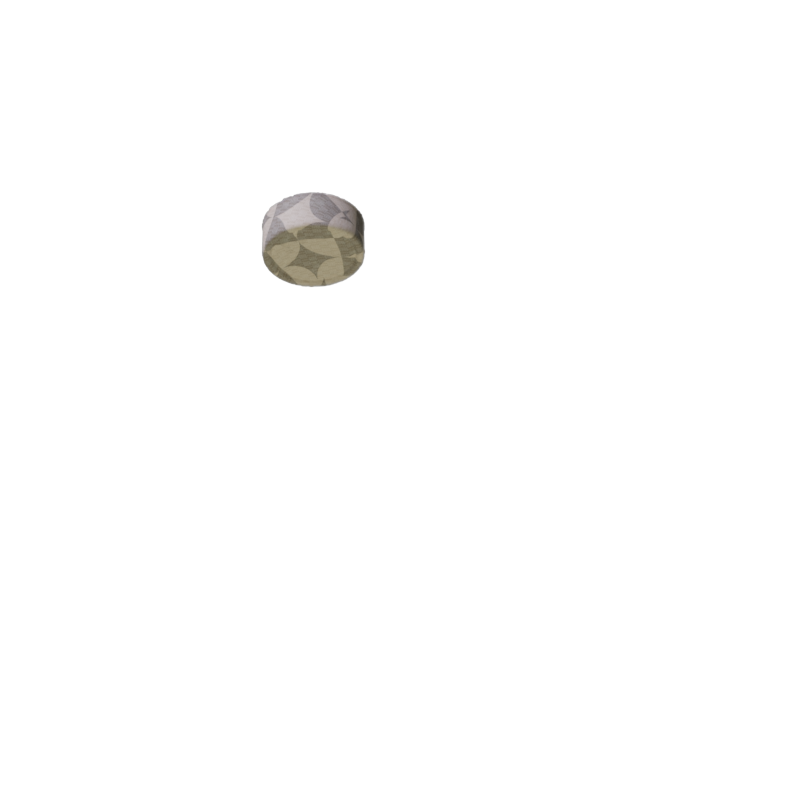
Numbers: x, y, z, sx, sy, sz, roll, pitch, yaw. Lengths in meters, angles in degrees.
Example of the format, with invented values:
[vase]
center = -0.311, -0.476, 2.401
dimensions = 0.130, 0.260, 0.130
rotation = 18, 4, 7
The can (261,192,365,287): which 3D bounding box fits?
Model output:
[can]
center = -0.072, -0.131, 0.914
dimensions = 0.086, 0.036, 0.080
rotation = 1, -34, -2
